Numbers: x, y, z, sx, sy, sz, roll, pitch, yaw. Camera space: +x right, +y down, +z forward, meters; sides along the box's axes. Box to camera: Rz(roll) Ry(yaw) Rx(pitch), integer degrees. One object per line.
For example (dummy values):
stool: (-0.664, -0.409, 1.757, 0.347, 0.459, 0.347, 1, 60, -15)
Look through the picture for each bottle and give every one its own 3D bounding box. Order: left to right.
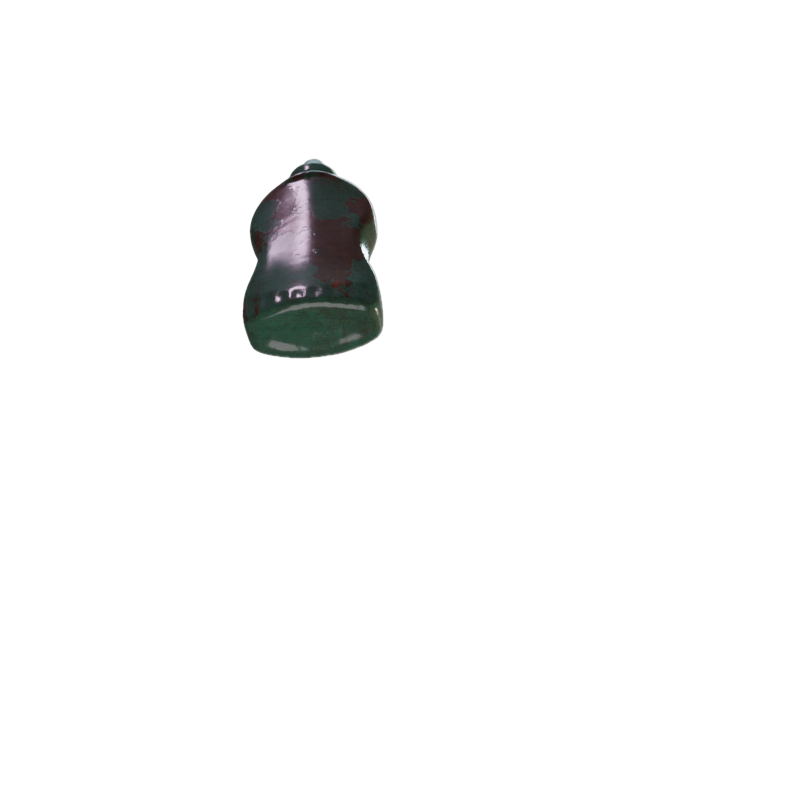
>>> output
bottle: (-0.065, -0.118, 0.831, 0.096, 0.206, 0.054, -9, -45, 5)
